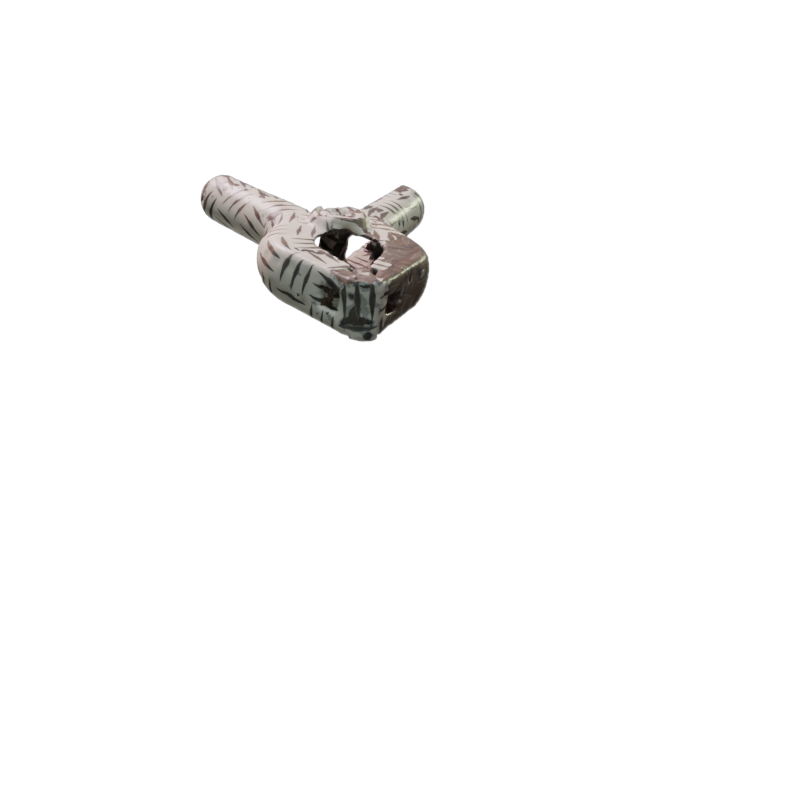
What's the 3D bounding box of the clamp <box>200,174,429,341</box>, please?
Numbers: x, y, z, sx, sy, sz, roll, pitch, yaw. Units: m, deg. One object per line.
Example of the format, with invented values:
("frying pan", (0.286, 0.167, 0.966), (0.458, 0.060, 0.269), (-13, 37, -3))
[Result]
("clamp", (-0.042, -0.077, 0.536), (0.120, 0.037, 0.180), (-1, 23, -2))
